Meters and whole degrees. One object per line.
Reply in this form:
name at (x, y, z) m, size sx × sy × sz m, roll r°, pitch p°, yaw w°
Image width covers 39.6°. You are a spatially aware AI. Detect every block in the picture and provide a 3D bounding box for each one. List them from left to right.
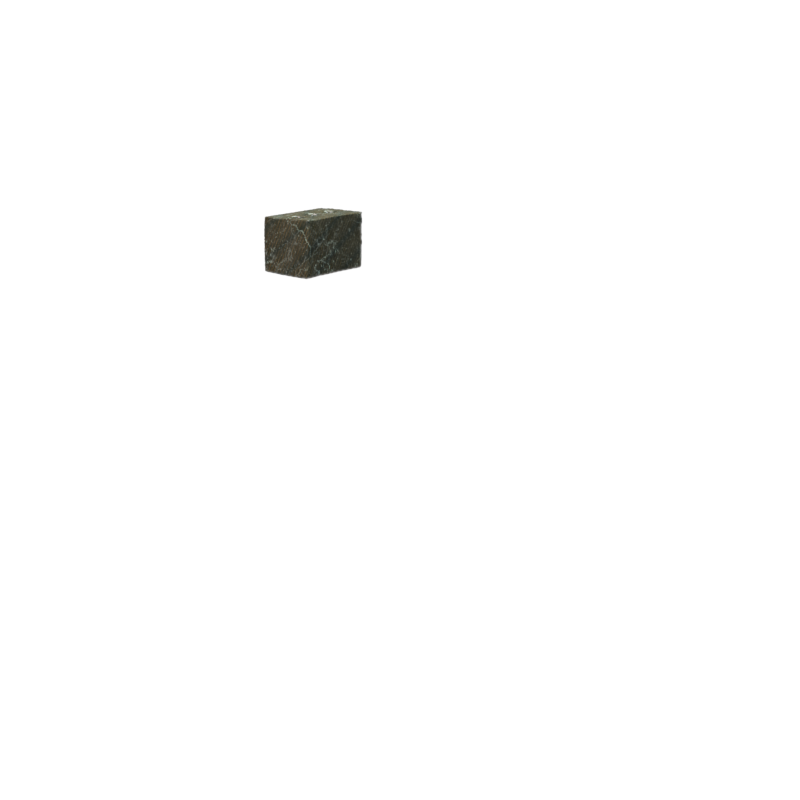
block at (-0.078, -0.141, 0.990) m, size 0.055 × 0.050 × 0.076 m, roll 10°, pitch 18°, yaw 36°
